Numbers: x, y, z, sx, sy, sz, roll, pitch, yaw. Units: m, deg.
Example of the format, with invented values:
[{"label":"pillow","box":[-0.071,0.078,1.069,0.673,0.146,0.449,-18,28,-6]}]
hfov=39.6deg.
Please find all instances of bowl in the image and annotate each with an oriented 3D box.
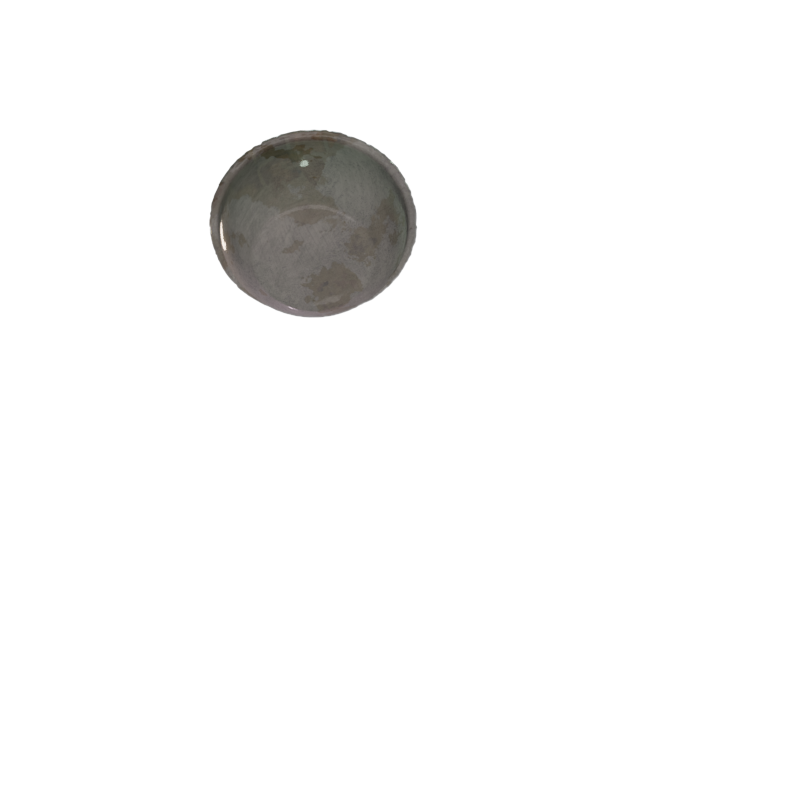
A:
[{"label":"bowl","box":[-0.066,-0.120,0.839,0.162,0.153,0.058,1,30,-1]}]
